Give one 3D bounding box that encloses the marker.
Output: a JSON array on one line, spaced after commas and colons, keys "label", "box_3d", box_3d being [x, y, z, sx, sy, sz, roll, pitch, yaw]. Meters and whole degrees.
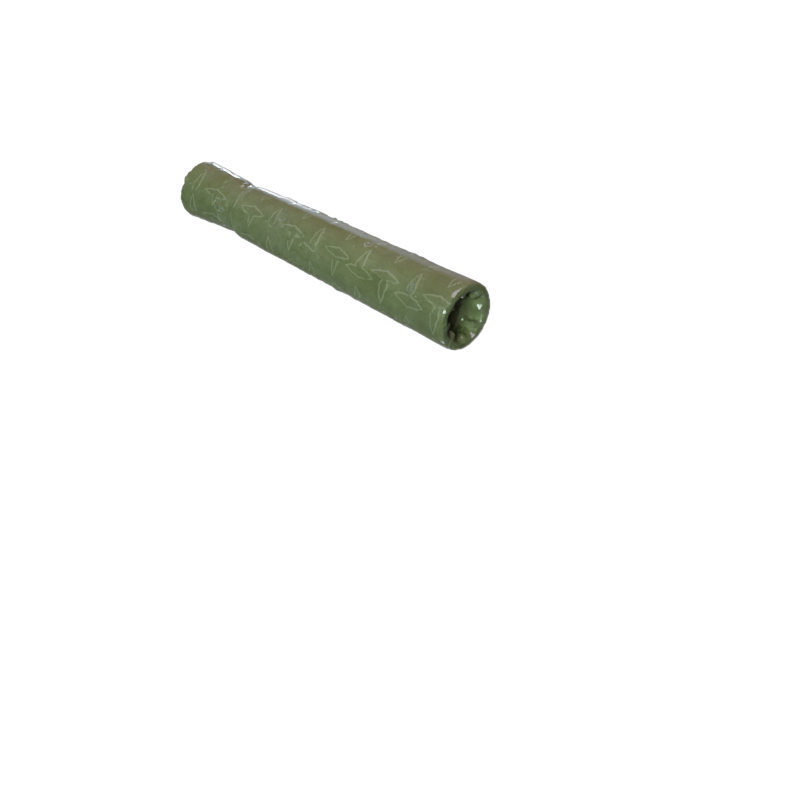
[{"label": "marker", "box_3d": [-0.025, -0.046, 0.323, 0.019, 0.019, 0.129, -3, 25, -44]}]
